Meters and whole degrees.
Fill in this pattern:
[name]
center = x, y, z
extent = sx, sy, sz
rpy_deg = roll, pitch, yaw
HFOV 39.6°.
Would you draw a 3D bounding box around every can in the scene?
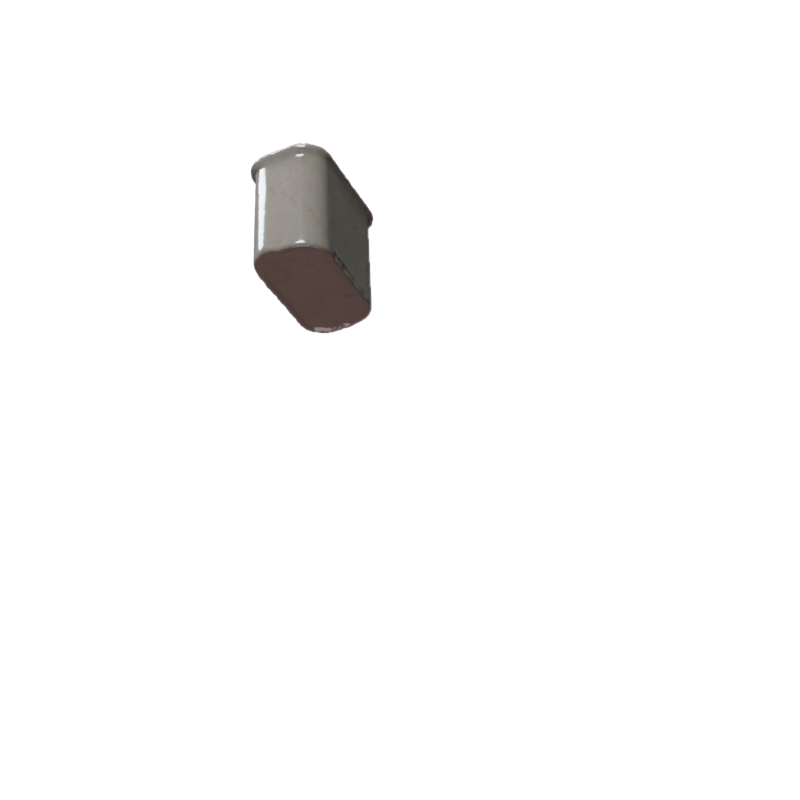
[can]
center = -0.058, -0.106, 0.739
extent = 0.058, 0.090, 0.094
rpy_deg = -17, -38, 19
